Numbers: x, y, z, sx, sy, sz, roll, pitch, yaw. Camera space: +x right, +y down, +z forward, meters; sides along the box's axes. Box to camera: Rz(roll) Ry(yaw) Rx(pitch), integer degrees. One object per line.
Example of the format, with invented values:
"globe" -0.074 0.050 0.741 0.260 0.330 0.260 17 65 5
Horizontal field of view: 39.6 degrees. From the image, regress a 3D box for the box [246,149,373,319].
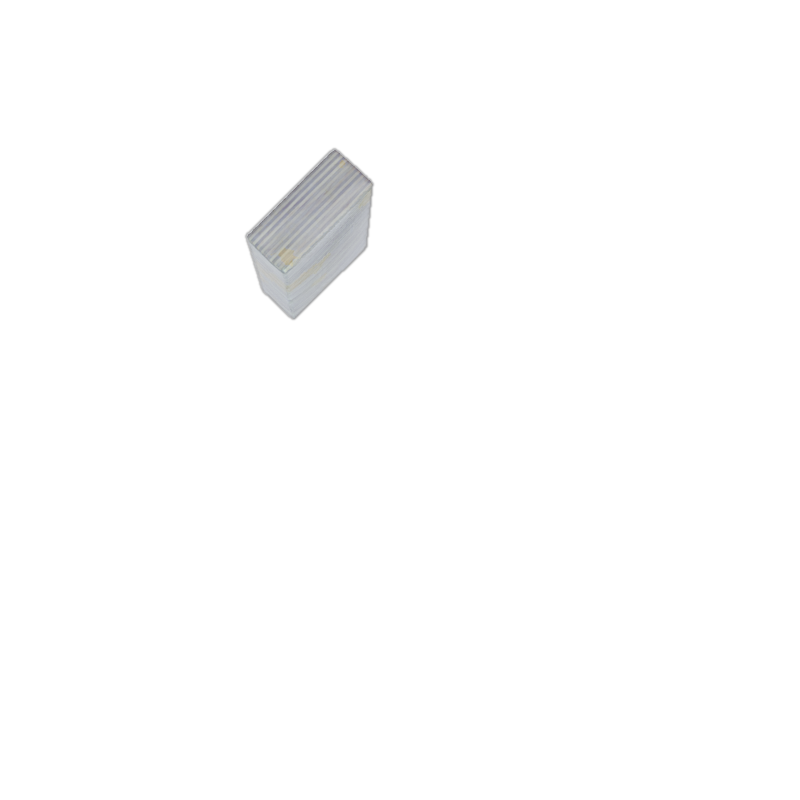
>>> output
"box" -0.067 -0.122 0.856 0.049 0.094 0.173 44 -7 0
